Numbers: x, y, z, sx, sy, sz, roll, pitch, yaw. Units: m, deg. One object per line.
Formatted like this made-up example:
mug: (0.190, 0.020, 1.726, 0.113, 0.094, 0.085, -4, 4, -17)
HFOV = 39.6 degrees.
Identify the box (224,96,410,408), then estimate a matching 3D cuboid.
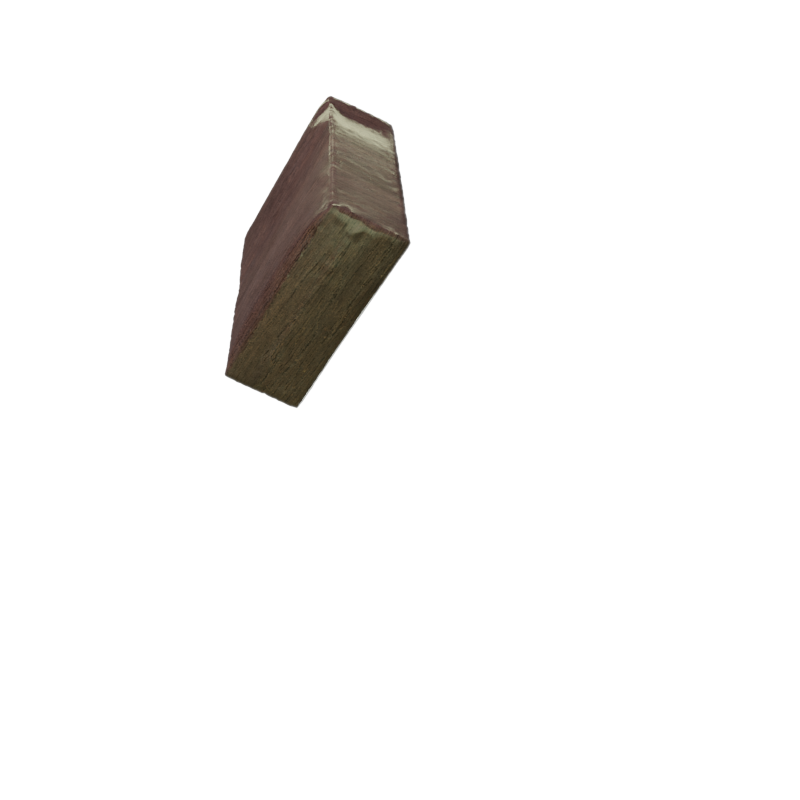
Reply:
box: (-0.069, -0.125, 0.875, 0.069, 0.159, 0.228, 26, 28, -20)
